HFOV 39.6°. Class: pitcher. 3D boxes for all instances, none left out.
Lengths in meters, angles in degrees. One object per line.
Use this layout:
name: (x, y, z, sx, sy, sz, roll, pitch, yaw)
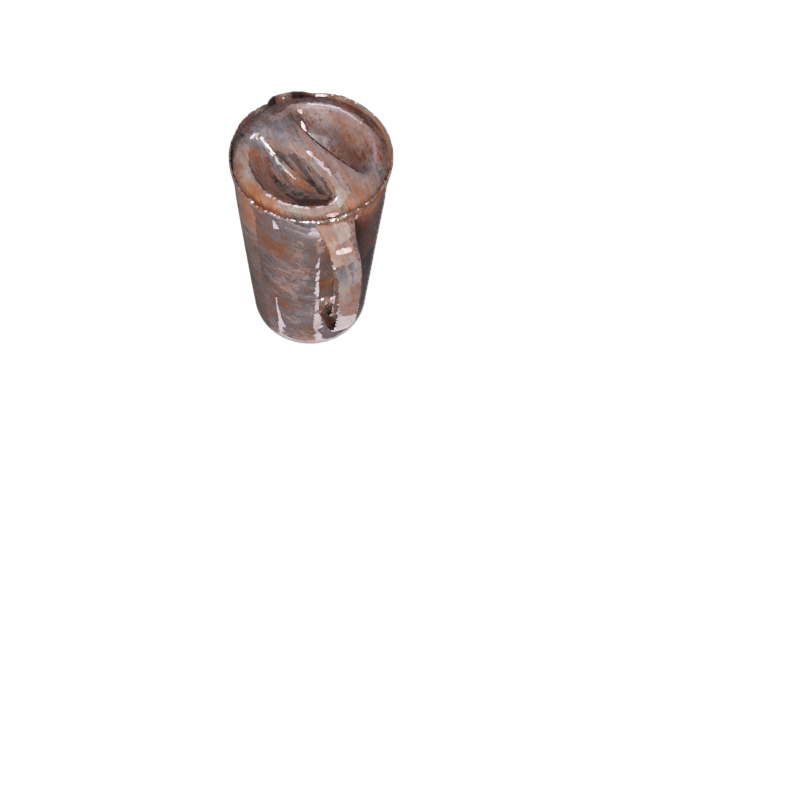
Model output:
pitcher: (-0.077, -0.140, 0.982, 0.149, 0.154, 0.229, 24, -27, 9)
